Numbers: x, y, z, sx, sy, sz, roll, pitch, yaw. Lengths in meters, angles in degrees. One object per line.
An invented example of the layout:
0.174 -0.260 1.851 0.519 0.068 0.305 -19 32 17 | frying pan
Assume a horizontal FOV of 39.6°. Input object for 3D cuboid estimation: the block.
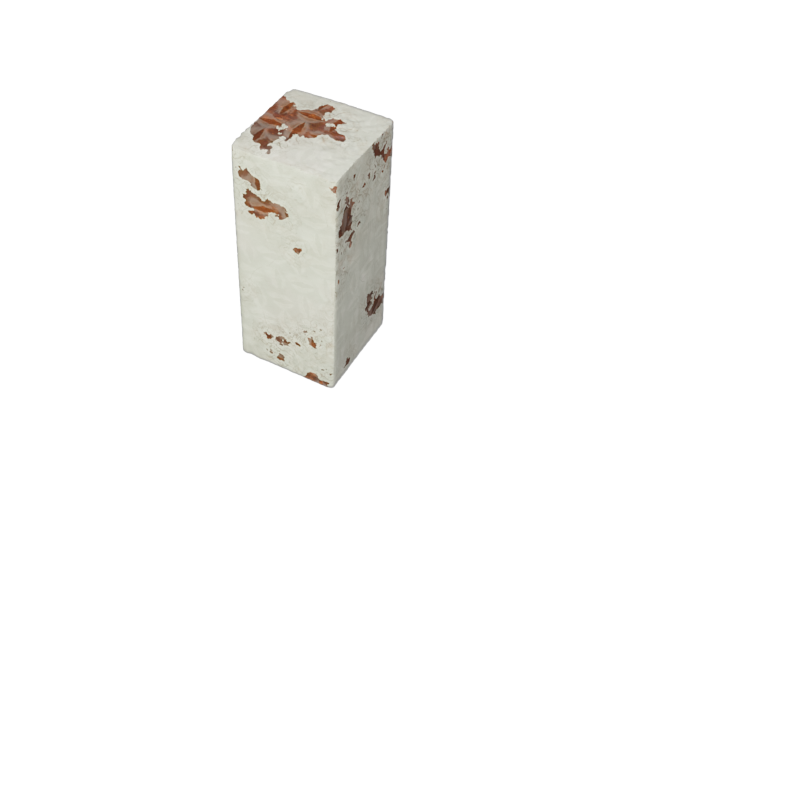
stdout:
-0.068 -0.123 0.861 0.094 0.192 0.093 22 47 18 | block
